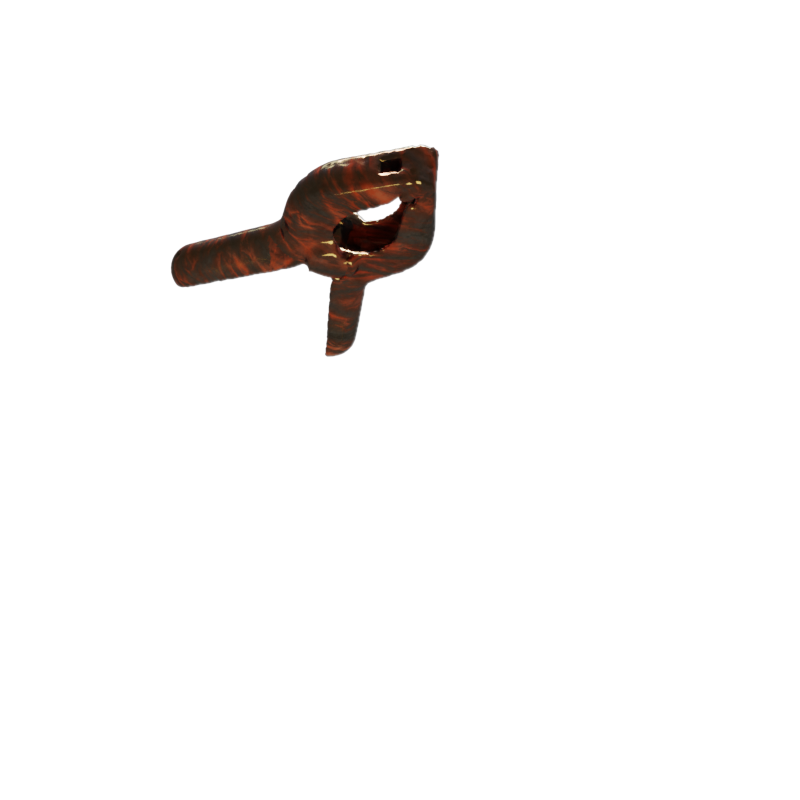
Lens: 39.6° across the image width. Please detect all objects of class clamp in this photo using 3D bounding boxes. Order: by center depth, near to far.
[{"bbox_3d":[-0.047,-0.085,0.597,0.115,0.042,0.167,16,-37,-23],"label":"clamp"}]
